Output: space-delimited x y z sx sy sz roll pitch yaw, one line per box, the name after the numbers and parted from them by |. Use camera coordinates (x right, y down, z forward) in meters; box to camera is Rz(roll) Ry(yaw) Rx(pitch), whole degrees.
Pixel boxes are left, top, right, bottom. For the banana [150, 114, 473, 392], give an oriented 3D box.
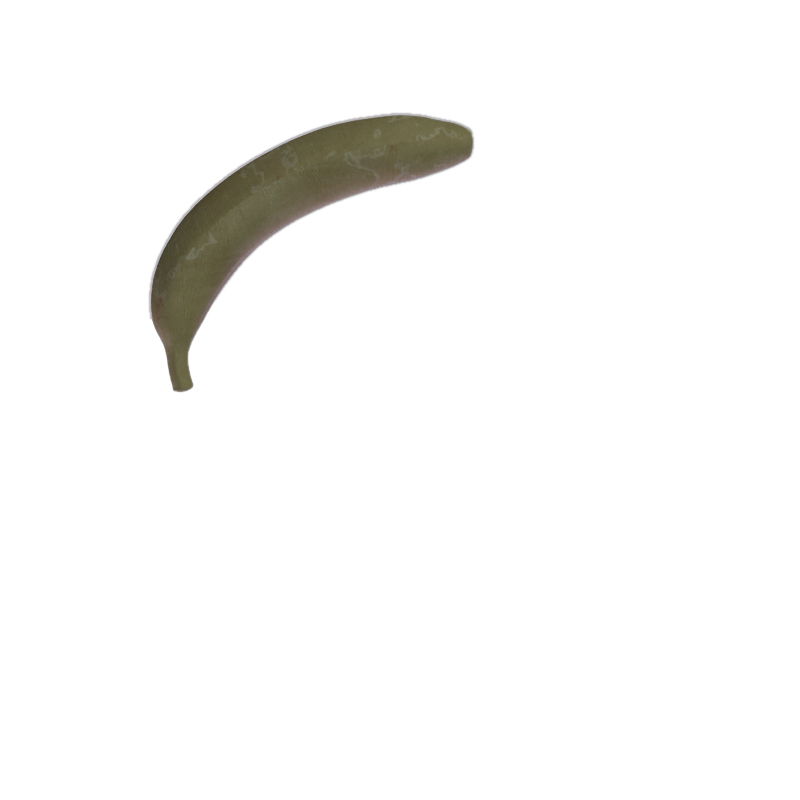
-0.058 -0.090 0.554 0.197 0.067 0.038 -38 14 10 | banana
